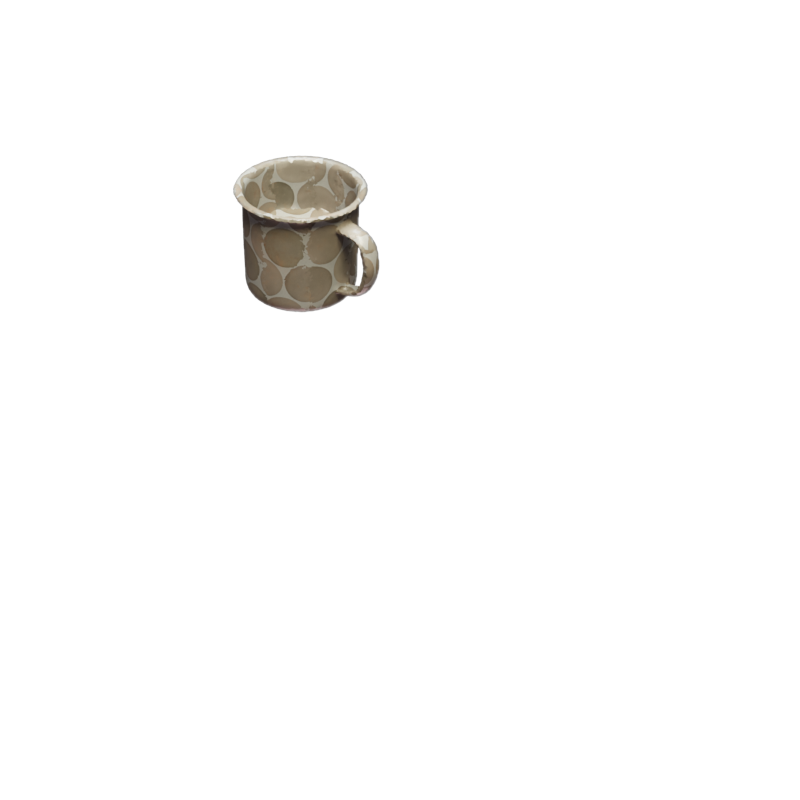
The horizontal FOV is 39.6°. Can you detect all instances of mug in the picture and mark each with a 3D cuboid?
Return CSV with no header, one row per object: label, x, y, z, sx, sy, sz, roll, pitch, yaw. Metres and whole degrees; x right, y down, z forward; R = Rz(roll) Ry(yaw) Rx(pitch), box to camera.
mug,-0.061,-0.112,0.782,0.124,0.076,0.094,27,44,31
